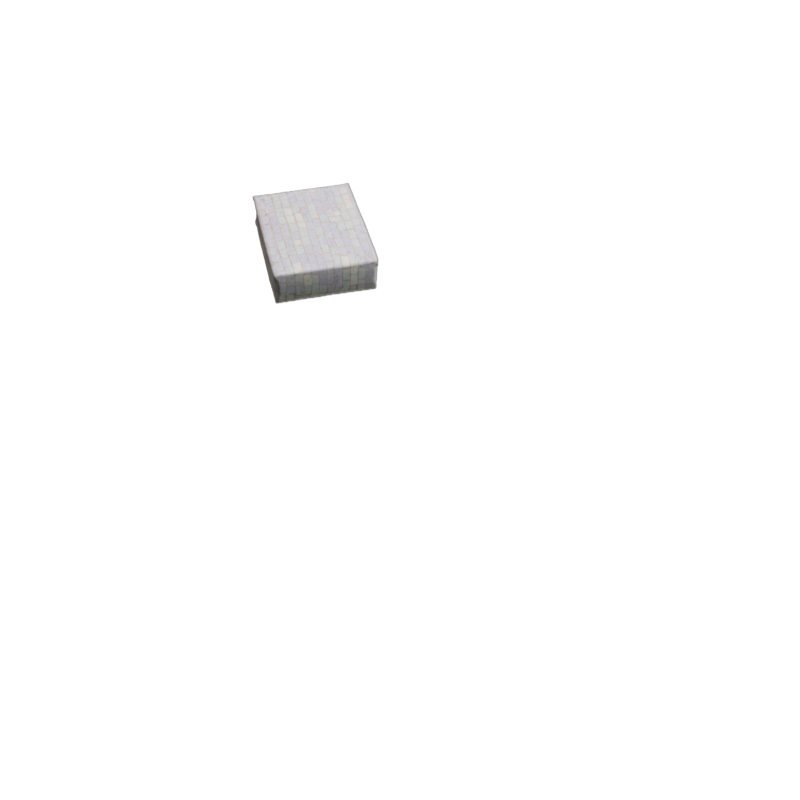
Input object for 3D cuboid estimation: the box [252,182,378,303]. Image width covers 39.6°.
[{"bbox_3d":[-0.076,-0.138,0.966,0.089,0.036,0.123,-9,44,-10],"label":"box"}]
